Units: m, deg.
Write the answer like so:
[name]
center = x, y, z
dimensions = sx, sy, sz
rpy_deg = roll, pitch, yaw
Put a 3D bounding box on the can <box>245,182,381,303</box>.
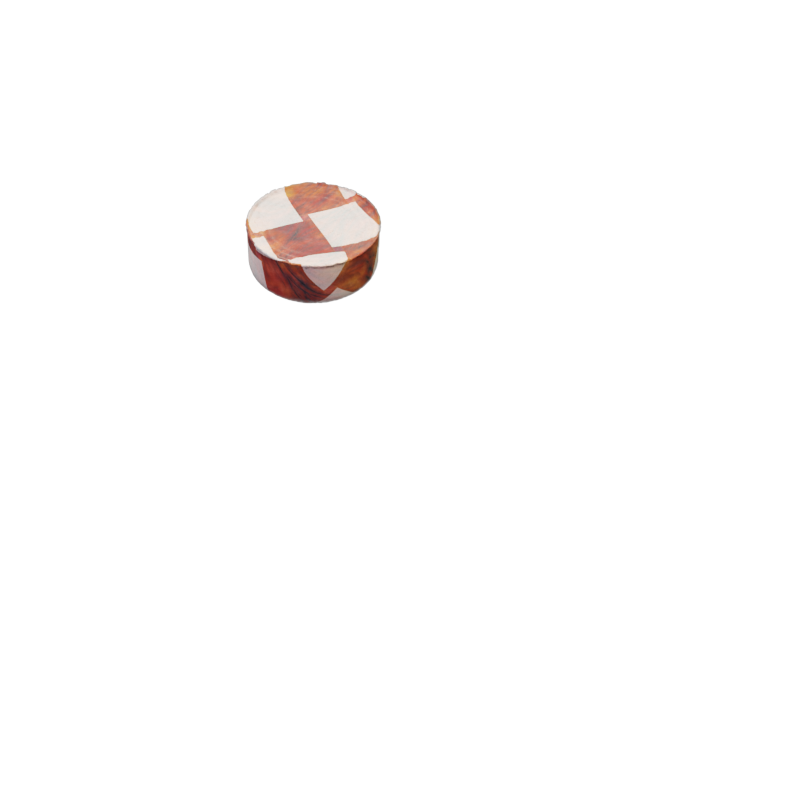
[can]
center = -0.056, -0.102, 0.712
dimensions = 0.086, 0.031, 0.092
rpy_deg = -1, 44, -2
